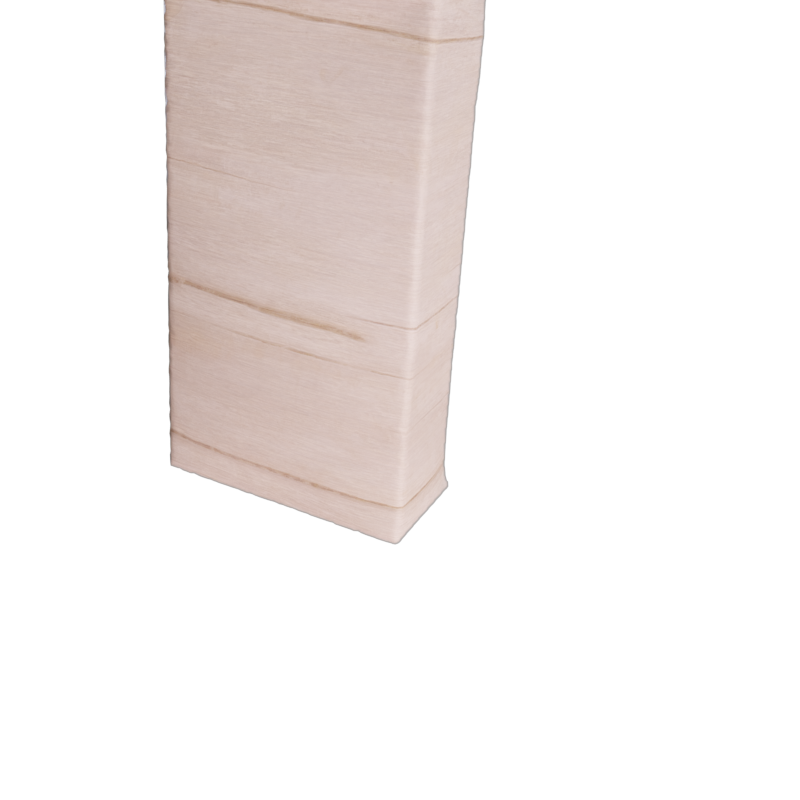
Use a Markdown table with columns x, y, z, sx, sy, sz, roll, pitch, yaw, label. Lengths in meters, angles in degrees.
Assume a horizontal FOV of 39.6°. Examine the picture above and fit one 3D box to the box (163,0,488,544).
| x | y | z | sx | sy | sz | roll | pitch | yaw | label |
| --- | --- | --- | --- | --- | --- | --- | --- | --- | --- |
| -0.028 | -0.051 | 0.354 | 0.097 | 0.167 | 0.048 | 14 | 26 | 25 | box |
